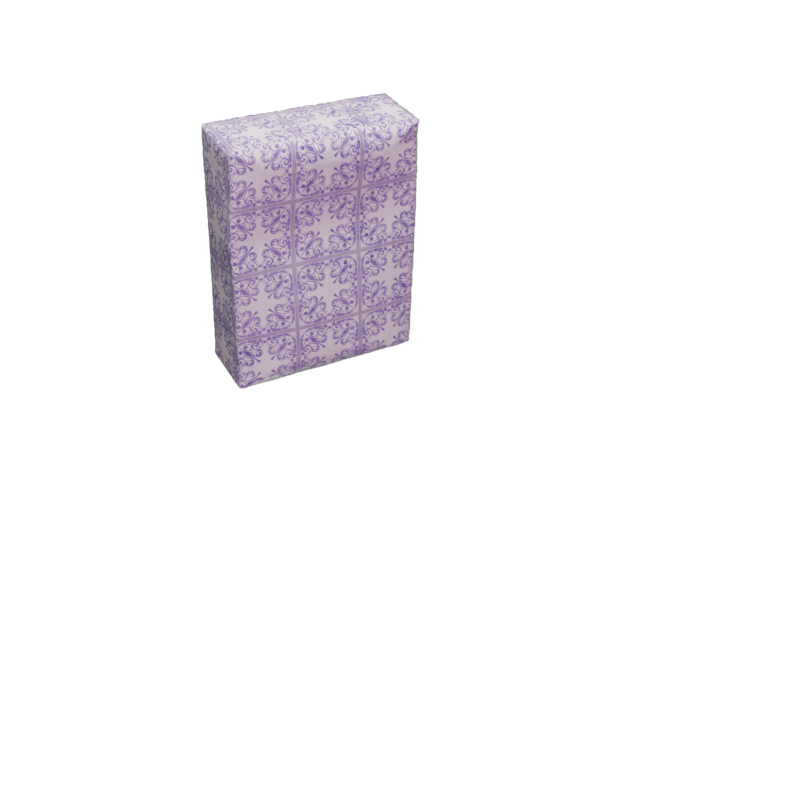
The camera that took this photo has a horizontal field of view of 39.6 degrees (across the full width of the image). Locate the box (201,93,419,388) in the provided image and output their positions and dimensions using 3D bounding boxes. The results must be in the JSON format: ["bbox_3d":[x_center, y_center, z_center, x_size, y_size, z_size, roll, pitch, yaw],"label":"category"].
[{"bbox_3d":[-0.071,-0.130,0.909,0.162,0.201,0.077,-14,35,-23],"label":"box"}]
